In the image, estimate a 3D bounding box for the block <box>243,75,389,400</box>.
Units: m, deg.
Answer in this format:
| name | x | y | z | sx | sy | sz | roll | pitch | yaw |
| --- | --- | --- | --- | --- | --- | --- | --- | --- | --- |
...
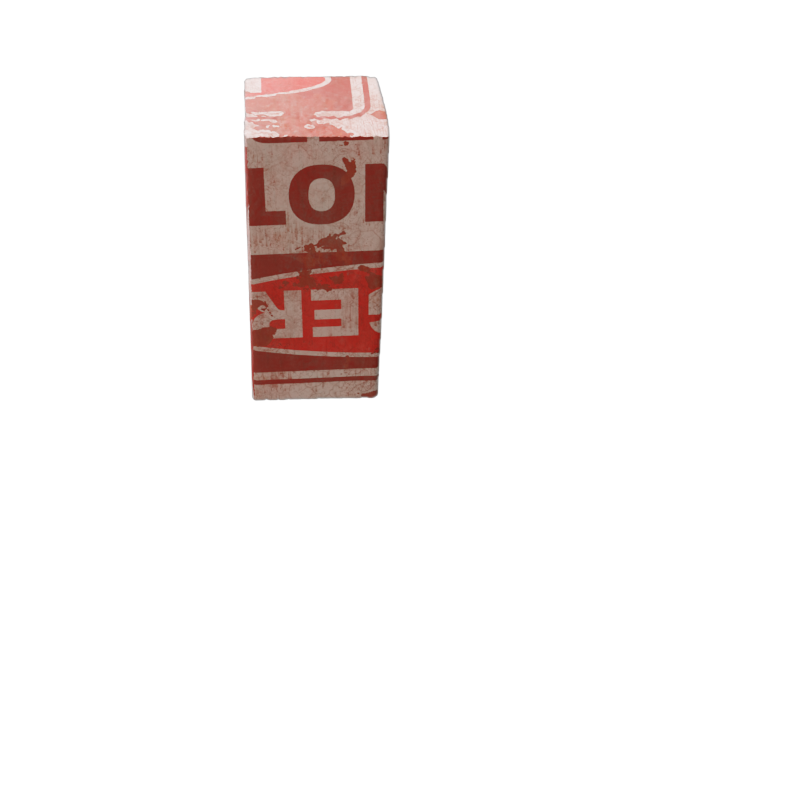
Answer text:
| name | x | y | z | sx | sy | sz | roll | pitch | yaw |
| --- | --- | --- | --- | --- | --- | --- | --- | --- | --- |
| block | -0.059 | -0.108 | 0.757 | 0.090 | 0.193 | 0.097 | -1 | 36 | -5 |
